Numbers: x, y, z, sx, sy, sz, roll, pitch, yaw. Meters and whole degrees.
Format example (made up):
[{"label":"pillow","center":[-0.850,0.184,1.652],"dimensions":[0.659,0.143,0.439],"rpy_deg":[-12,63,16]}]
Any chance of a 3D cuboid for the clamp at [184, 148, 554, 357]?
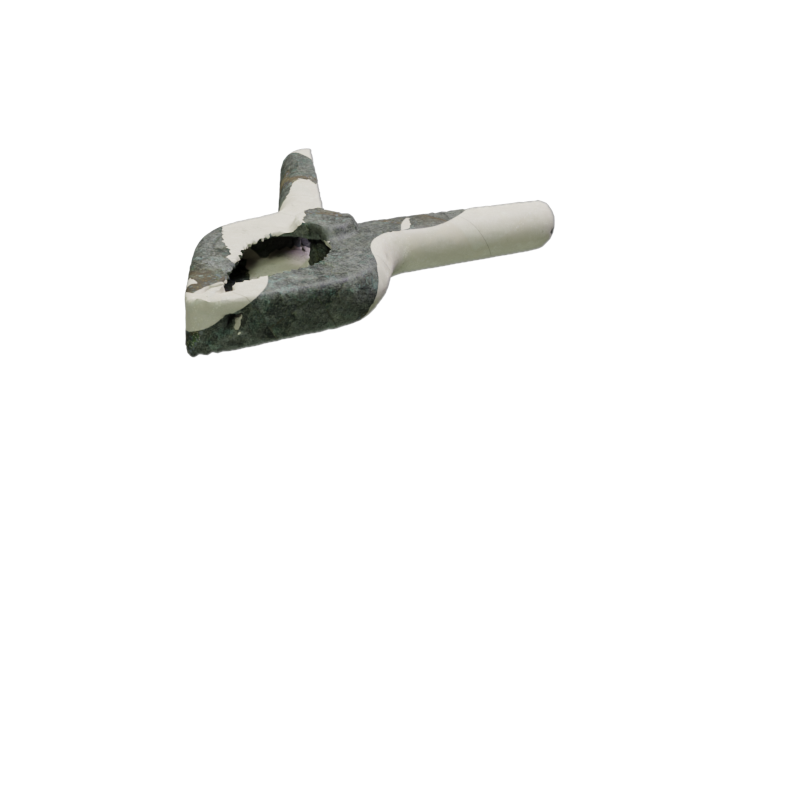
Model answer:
[{"label":"clamp","center":[-0.043,-0.079,0.552],"dimensions":[0.174,0.034,0.210],"rpy_deg":[21,35,32]}]
